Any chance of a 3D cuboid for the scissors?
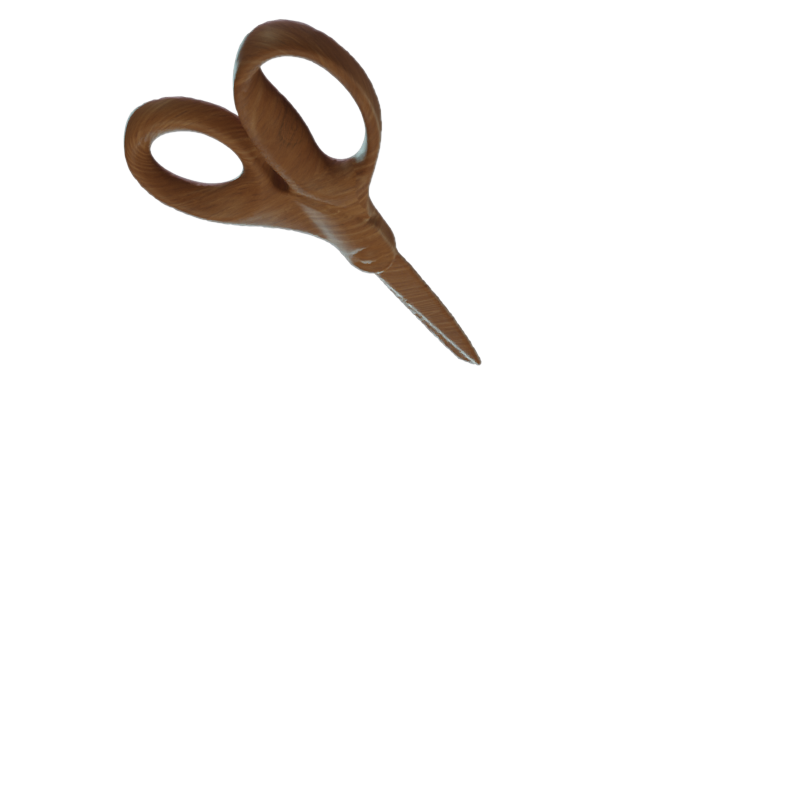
[{"bbox_3d":[-0.032,-0.059,0.413,0.097,0.017,0.186,-7,-34,11],"label":"scissors"}]
